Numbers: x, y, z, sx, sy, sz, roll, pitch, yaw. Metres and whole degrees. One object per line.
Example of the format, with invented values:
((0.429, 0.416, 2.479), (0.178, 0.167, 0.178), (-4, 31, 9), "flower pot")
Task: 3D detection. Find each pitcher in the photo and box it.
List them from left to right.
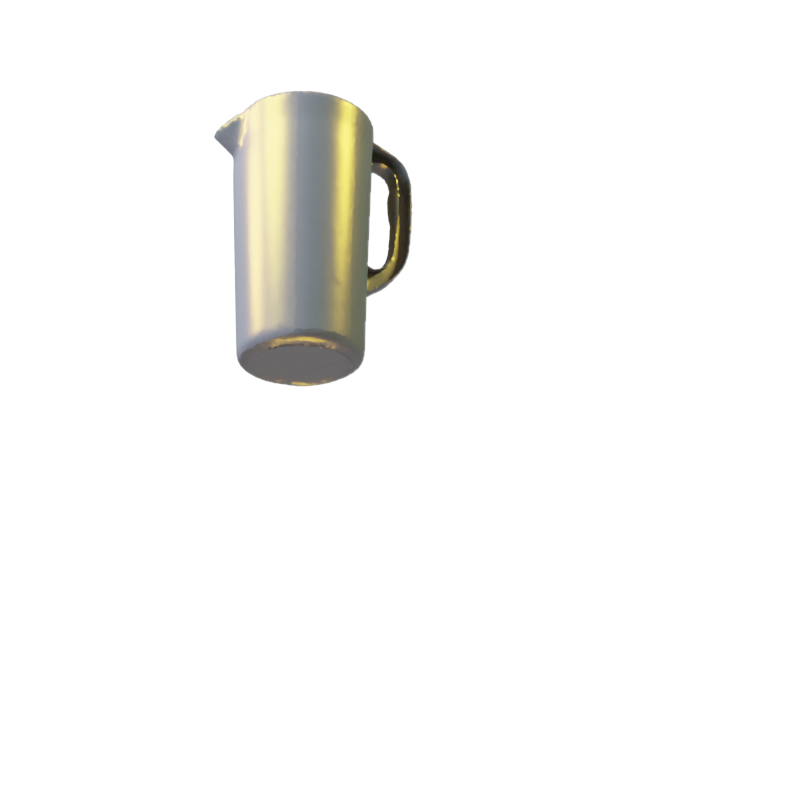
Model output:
((-0.077, -0.141, 0.985), (0.151, 0.258, 0.134), (-11, -28, 19), "pitcher")
